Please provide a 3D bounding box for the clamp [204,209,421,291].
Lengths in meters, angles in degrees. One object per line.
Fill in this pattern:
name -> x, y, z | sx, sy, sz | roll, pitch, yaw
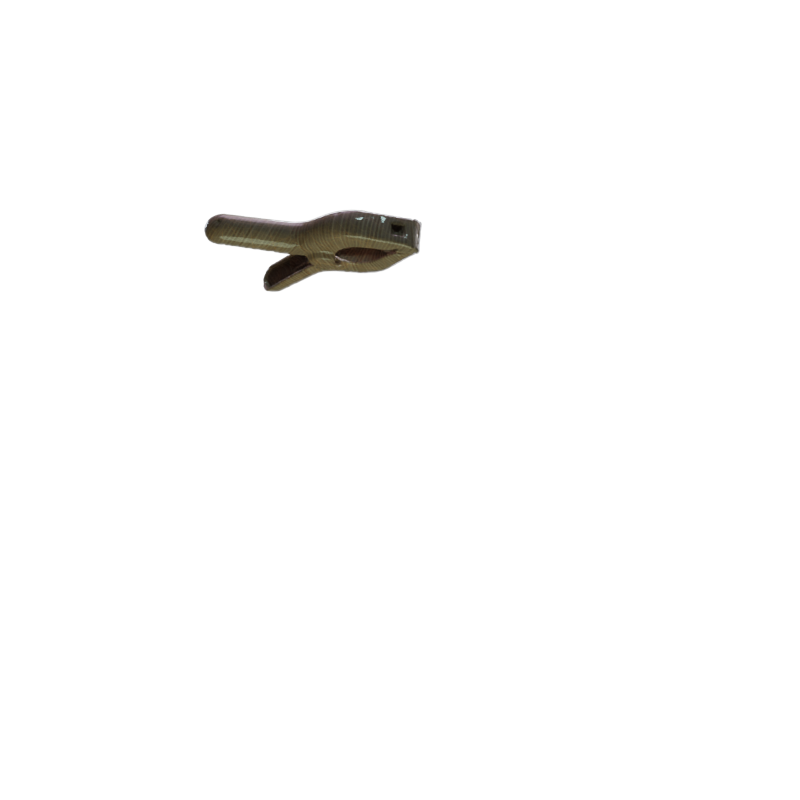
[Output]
clamp -> -0.071, -0.129, 0.902 | 0.175, 0.041, 0.113 | -9, -17, 30
